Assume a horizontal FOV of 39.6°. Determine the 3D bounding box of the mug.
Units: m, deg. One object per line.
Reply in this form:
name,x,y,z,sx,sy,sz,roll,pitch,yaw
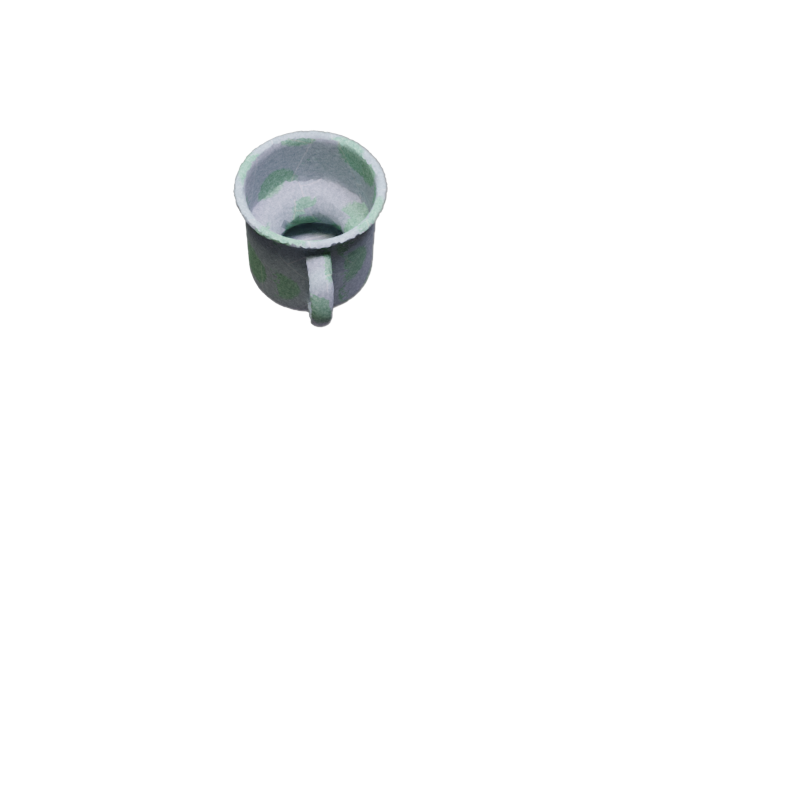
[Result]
mug,-0.054,-0.099,0.695,0.093,0.126,0.076,-8,-34,-7
